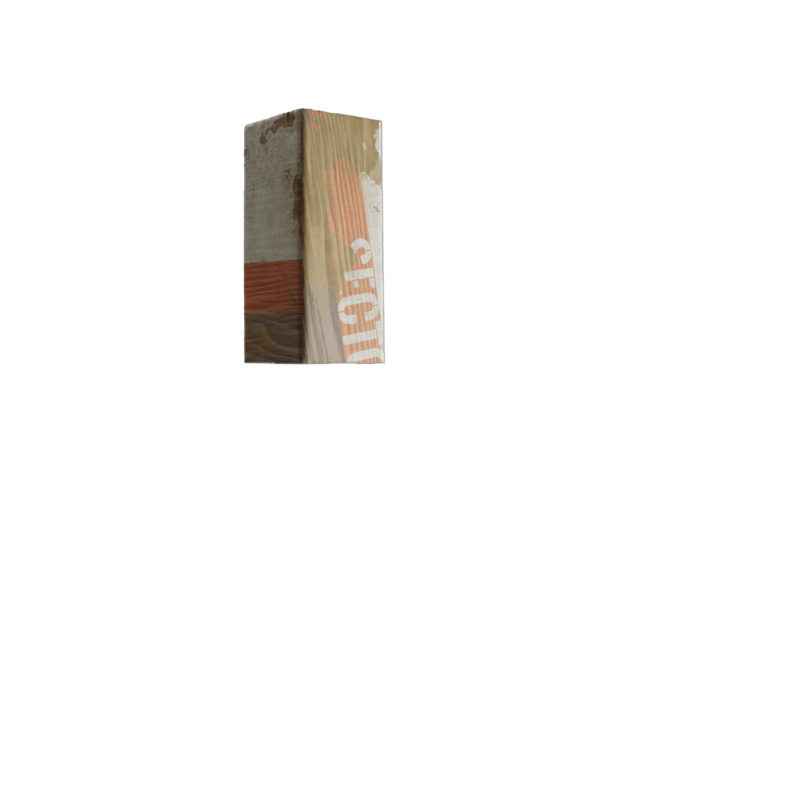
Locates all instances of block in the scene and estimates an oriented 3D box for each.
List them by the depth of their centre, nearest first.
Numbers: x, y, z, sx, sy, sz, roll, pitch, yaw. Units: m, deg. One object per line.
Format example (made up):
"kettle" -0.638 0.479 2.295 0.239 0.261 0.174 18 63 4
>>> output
"block" -0.075 -0.135 0.944 0.086 0.209 0.093 3 -5 -38
